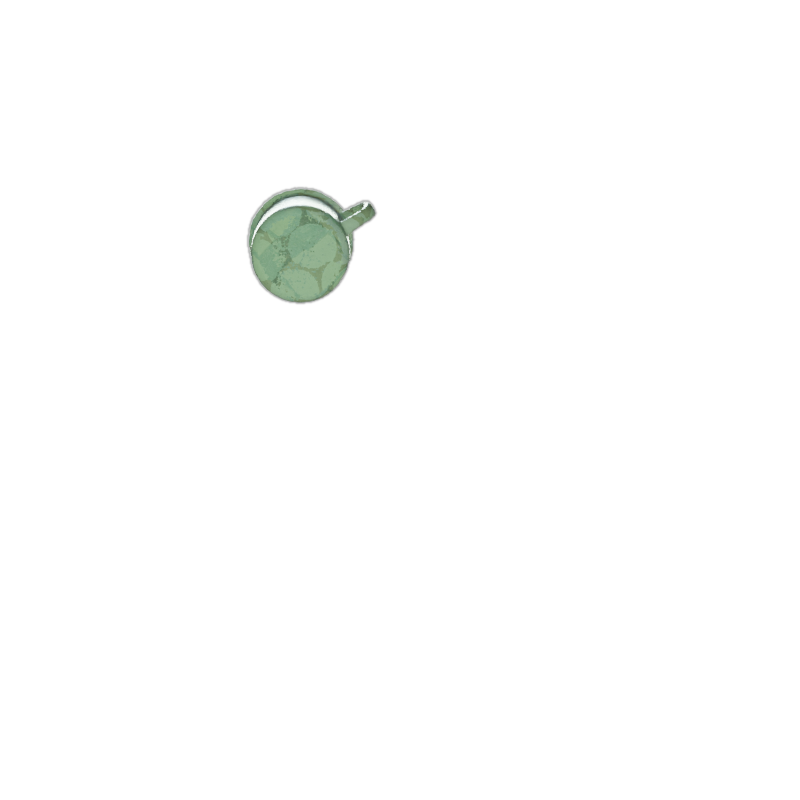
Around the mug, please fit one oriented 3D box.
[{"bbox_3d":[-0.073,-0.133,0.935,0.117,0.091,0.084,-26,12,4],"label":"mug"}]
